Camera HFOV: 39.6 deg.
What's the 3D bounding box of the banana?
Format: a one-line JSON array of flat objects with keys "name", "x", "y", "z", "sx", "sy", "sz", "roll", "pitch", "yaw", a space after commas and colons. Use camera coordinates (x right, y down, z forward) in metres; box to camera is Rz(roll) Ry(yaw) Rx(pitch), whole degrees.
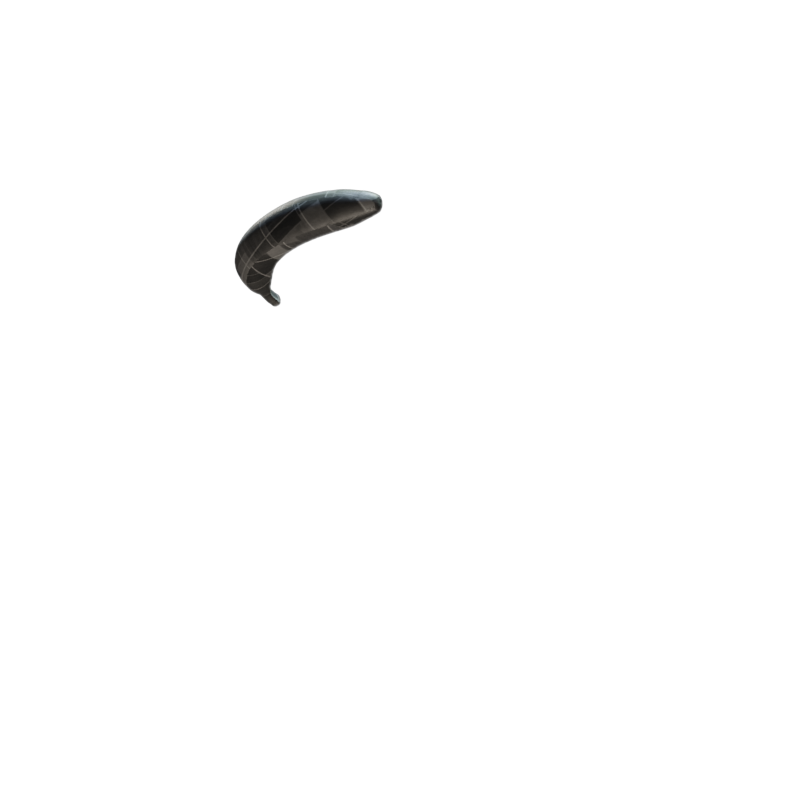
[{"name": "banana", "x": -0.091, "y": -0.136, "z": 0.936, "sx": 0.067, "sy": 0.039, "sz": 0.196, "roll": 13, "pitch": -25, "yaw": -29}]
